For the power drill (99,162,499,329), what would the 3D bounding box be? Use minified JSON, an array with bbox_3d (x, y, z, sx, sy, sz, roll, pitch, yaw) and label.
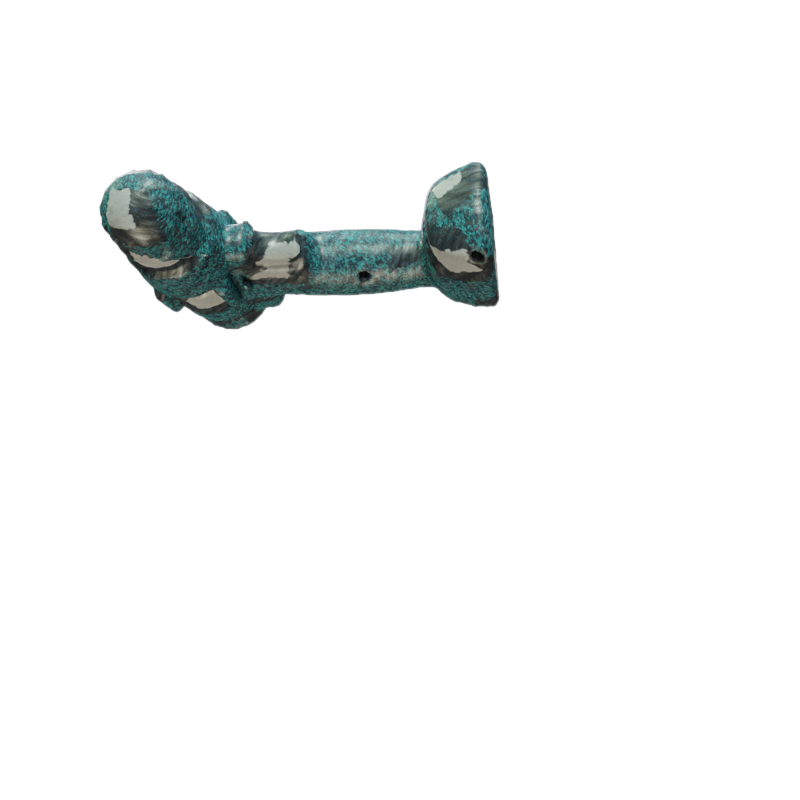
[{"bbox_3d":[-0.045,-0.083,0.580,0.190,0.059,0.177,-2,-9,10],"label":"power drill"}]
